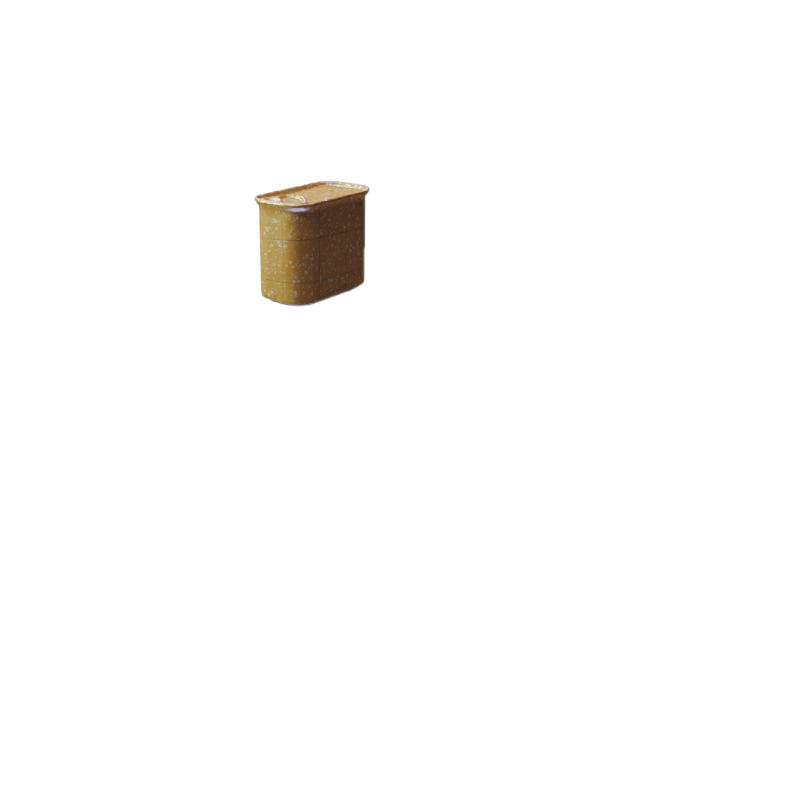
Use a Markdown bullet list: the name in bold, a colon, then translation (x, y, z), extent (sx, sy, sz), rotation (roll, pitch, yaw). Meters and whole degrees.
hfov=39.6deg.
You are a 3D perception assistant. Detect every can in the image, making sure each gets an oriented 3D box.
- **can**: translation (-0.071, -0.130, 0.909), extent (0.060, 0.081, 0.101), rotation (12, 21, 34)
